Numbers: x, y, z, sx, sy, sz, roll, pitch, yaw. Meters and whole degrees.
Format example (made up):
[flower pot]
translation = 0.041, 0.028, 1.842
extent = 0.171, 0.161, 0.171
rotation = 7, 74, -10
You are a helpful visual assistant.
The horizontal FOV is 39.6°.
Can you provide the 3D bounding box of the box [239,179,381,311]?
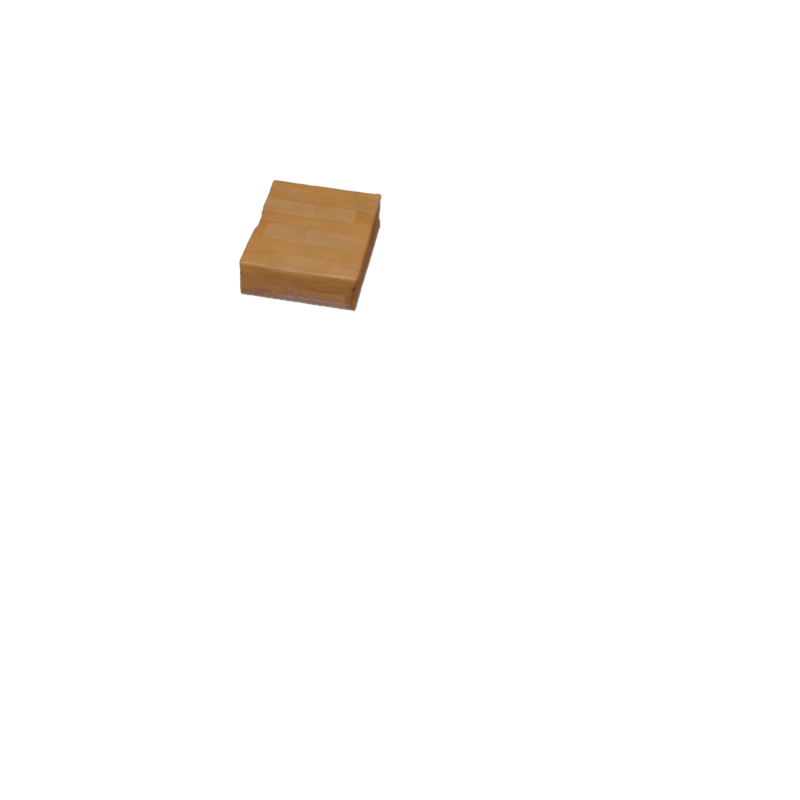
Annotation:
[box]
translation = -0.055, -0.100, 0.699
extent = 0.074, 0.028, 0.094
rotation = 8, 45, 8
